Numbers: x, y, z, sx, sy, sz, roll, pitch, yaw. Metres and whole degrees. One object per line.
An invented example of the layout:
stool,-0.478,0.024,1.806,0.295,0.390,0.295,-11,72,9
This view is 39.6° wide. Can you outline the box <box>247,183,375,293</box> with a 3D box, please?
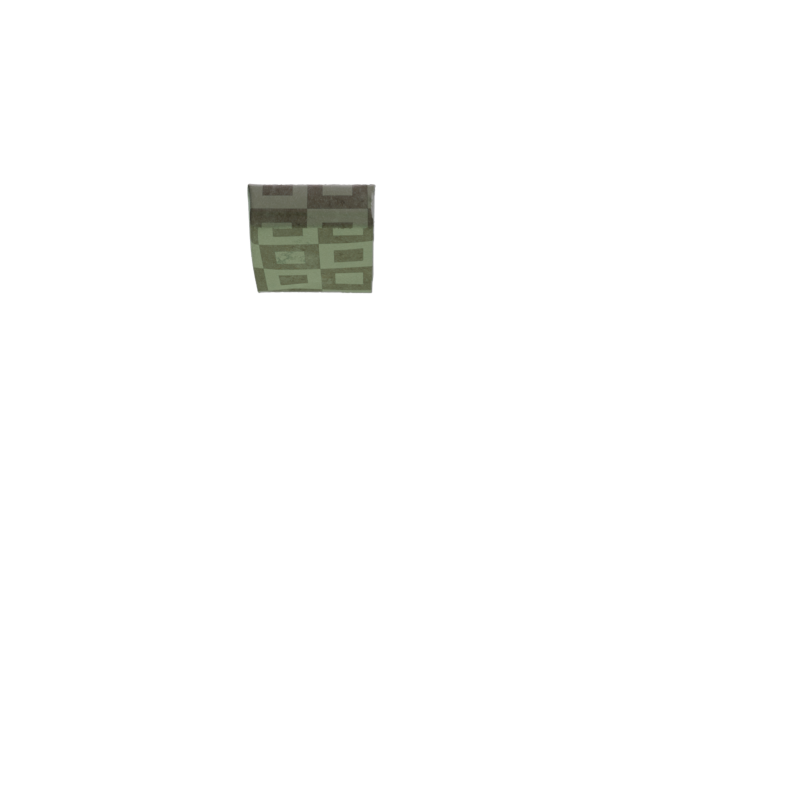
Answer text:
box,-0.063,-0.115,0.805,0.090,0.041,0.108,0,-19,-1
